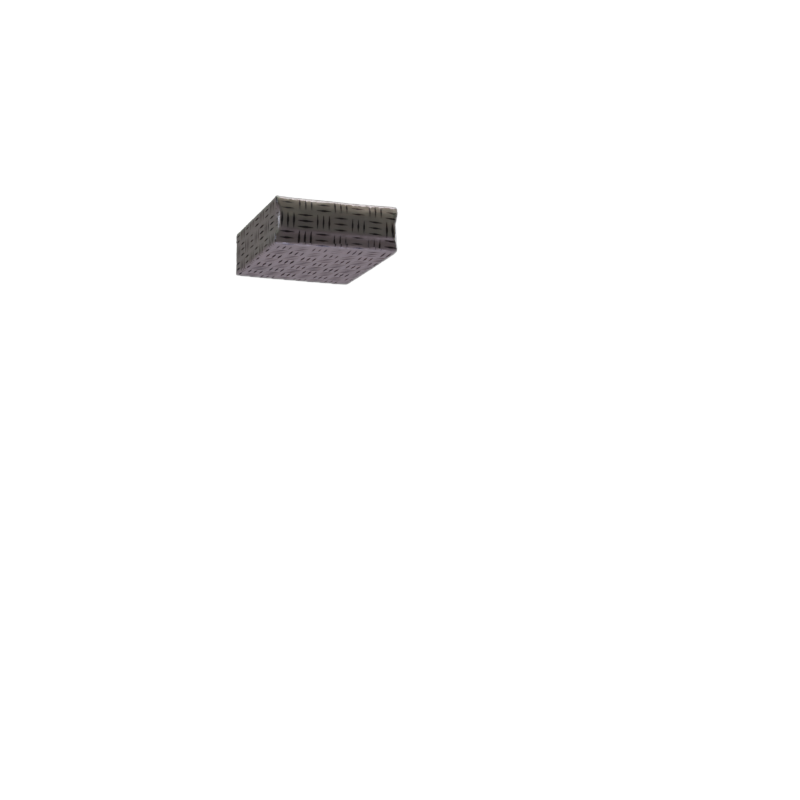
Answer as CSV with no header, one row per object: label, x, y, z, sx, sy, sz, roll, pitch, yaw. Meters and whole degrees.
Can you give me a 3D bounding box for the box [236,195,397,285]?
box,-0.051,-0.093,0.650,0.071,0.031,0.089,3,-9,-20
